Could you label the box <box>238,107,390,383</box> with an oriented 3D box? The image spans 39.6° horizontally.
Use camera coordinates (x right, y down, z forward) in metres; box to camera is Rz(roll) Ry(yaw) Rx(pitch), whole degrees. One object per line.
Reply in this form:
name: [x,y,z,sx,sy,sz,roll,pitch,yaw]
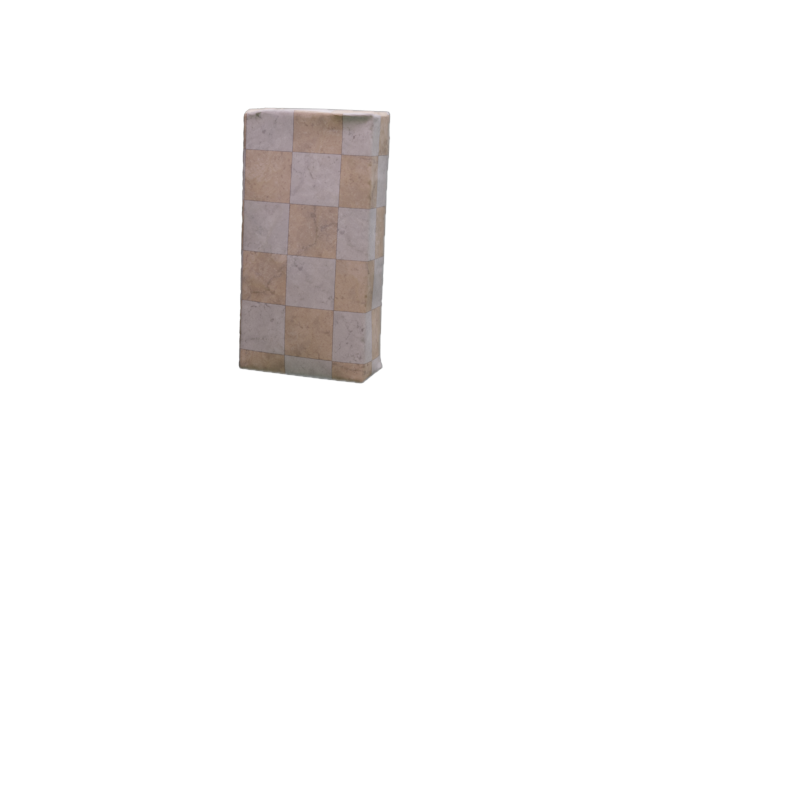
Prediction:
box: [-0.058,-0.105,0.738,0.096,0.172,0.048,5,11,20]
